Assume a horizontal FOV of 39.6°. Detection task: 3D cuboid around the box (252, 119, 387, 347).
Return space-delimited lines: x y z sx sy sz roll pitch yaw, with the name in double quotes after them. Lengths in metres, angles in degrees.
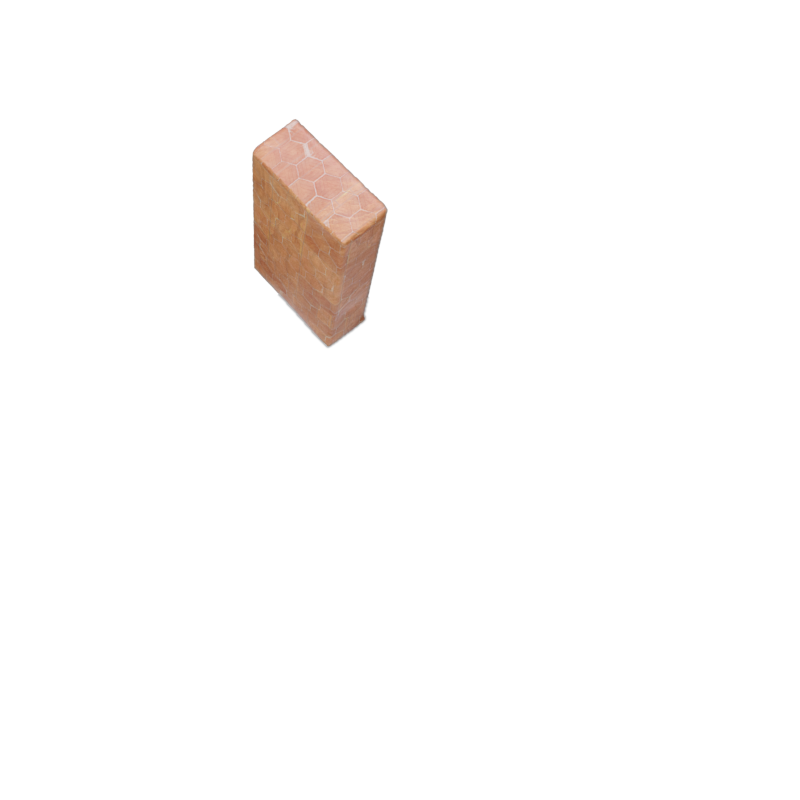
-0.062 -0.112 0.782 0.048 0.097 0.168 -39 -14 -16 "box"
